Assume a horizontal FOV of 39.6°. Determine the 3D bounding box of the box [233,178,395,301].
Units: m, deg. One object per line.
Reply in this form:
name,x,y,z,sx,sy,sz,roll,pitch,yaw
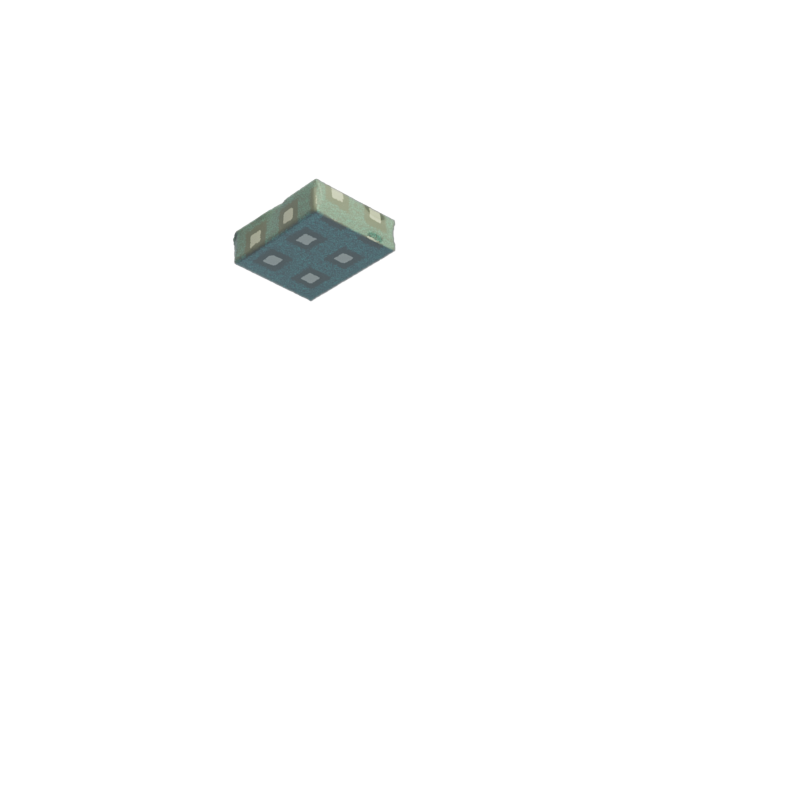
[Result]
box,-0.060,-0.108,0.759,0.069,0.032,0.089,24,-37,-38
